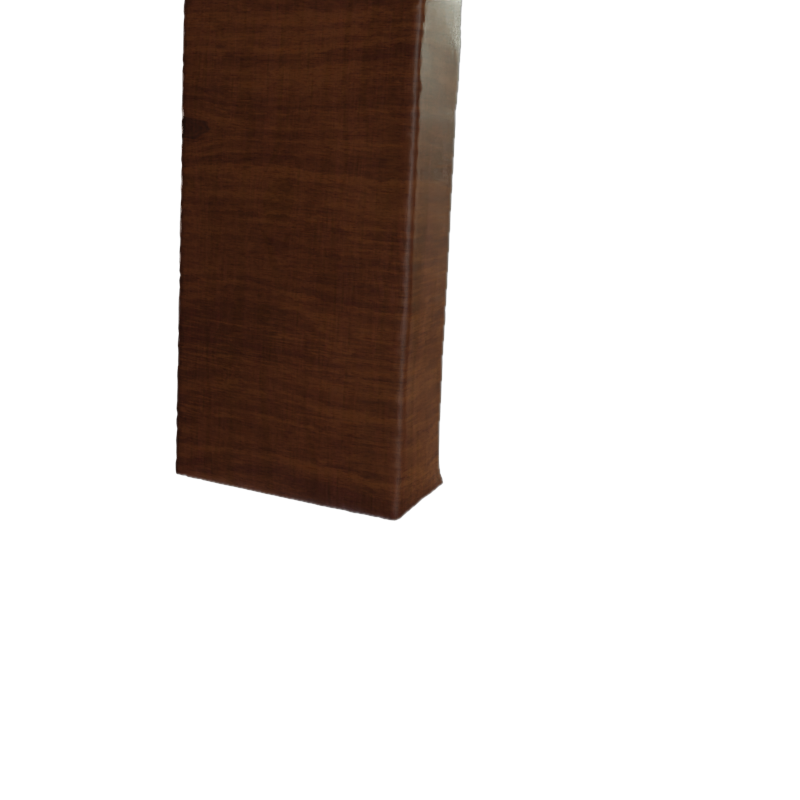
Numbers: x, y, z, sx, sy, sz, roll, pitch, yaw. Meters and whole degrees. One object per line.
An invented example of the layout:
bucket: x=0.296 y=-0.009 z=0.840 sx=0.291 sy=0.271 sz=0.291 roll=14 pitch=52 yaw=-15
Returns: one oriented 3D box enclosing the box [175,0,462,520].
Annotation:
box: x=-0.031 y=-0.056 z=0.391 sx=0.097 sy=0.172 sz=0.047 roll=6 pitch=10 yaw=26
